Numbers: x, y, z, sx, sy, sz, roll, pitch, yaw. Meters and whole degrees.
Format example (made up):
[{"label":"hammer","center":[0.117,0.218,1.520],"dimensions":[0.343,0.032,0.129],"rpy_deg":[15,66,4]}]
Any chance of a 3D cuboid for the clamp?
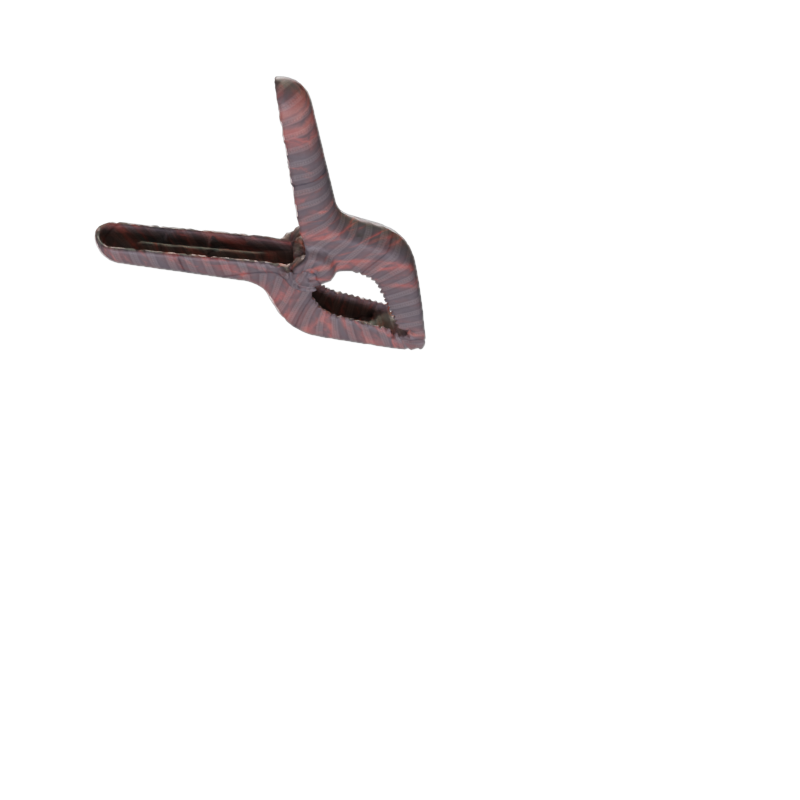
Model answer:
[{"label":"clamp","center":[-0.052,-0.094,0.658],"dimensions":[0.199,0.039,0.162],"rpy_deg":[29,-50,-28]}]
